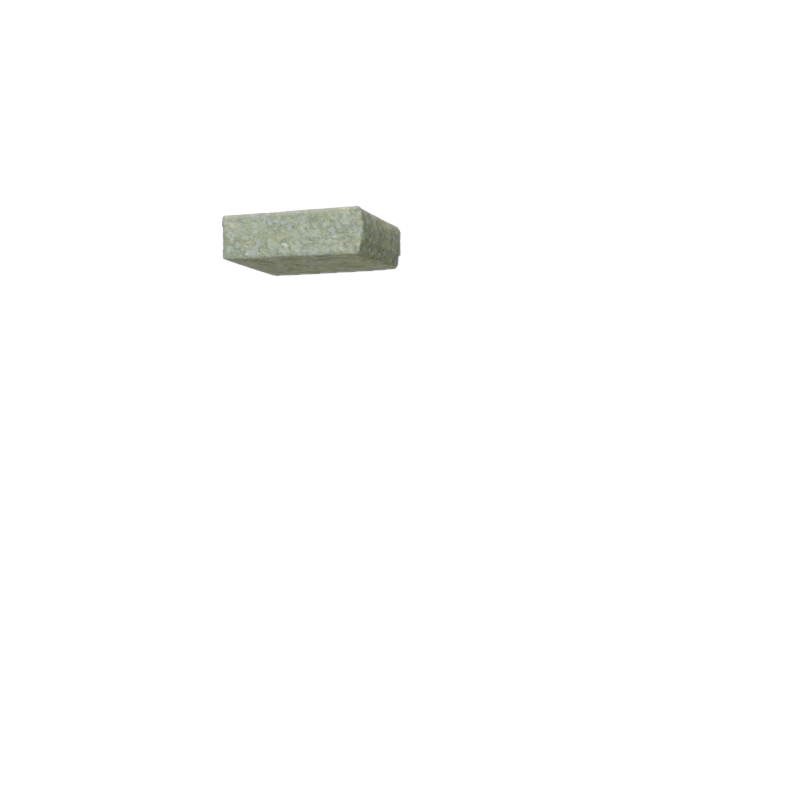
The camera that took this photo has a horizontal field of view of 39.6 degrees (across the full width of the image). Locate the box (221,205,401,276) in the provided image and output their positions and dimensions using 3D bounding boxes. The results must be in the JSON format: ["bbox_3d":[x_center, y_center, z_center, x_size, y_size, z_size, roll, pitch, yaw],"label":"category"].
[{"bbox_3d":[-0.052,-0.096,0.672,0.091,0.031,0.070,-1,-3,21],"label":"box"}]
